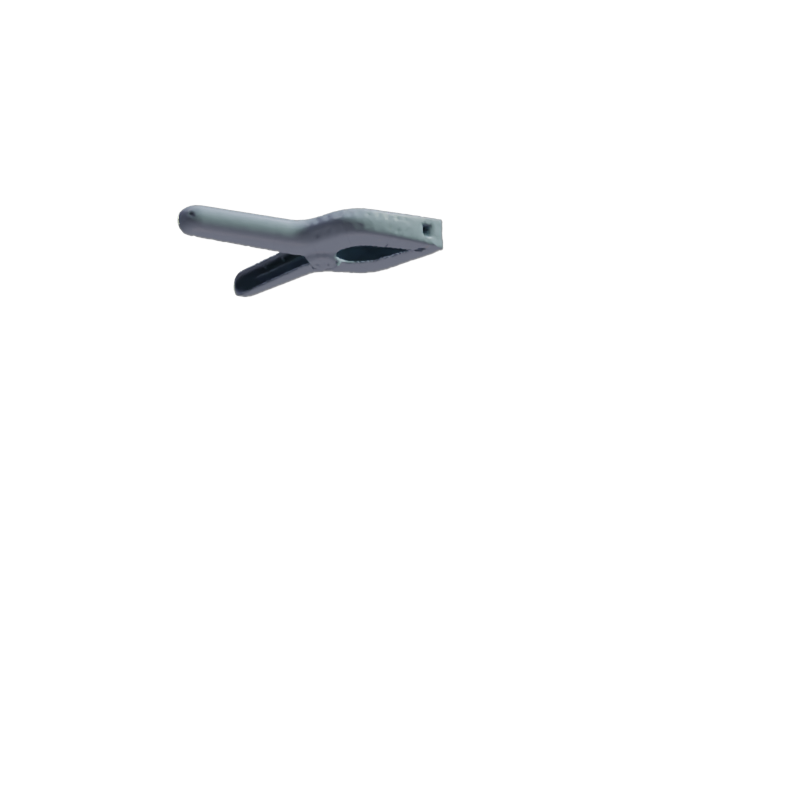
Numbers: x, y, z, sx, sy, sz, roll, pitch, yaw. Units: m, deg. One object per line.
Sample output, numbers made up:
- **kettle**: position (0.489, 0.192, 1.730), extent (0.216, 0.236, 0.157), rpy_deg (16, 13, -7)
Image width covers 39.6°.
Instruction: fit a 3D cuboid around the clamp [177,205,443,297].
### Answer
- **clamp**: position (-0.072, -0.132, 0.922), extent (0.214, 0.038, 0.155), rpy_deg (-5, -16, 18)
